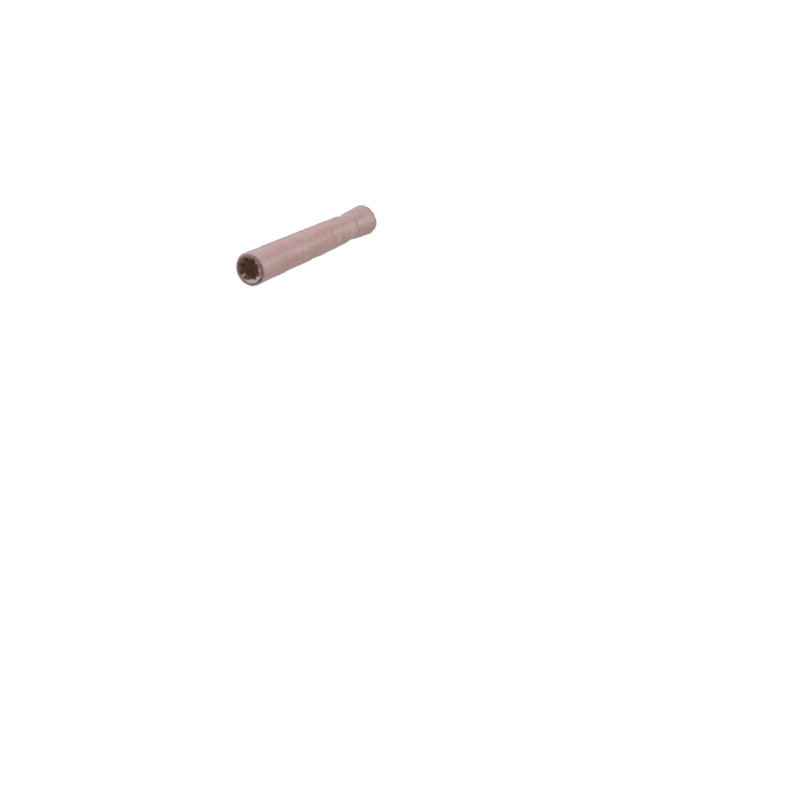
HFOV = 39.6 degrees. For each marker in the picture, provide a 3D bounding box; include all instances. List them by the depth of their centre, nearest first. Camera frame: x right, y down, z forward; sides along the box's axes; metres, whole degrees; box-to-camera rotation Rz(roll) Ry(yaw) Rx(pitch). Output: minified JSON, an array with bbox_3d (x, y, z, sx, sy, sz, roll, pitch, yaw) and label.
[{"bbox_3d":[-0.050,-0.091,0.638,0.020,0.019,0.121,2,22,32],"label":"marker"}]
